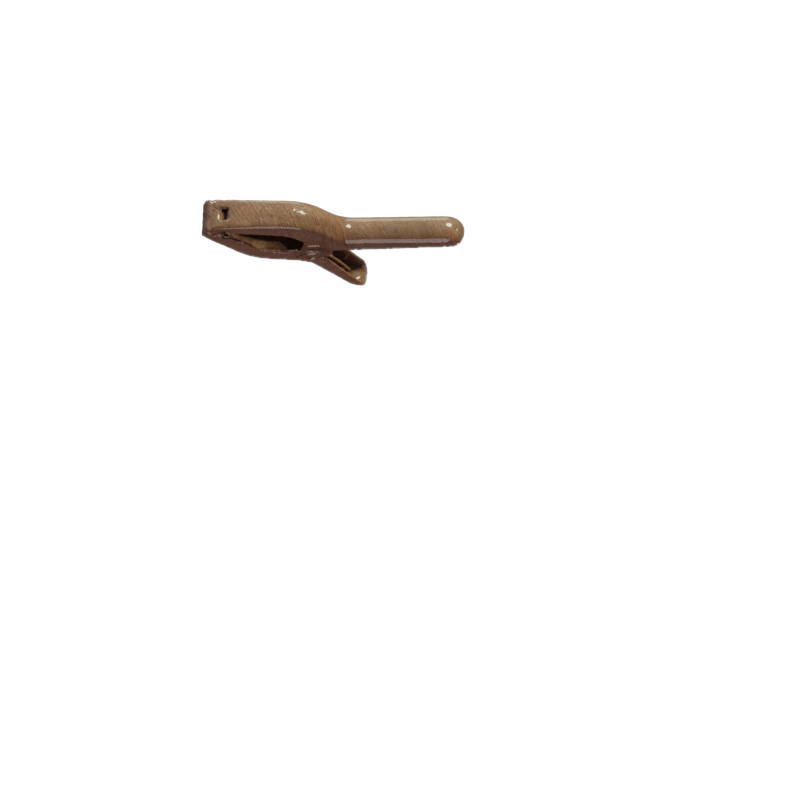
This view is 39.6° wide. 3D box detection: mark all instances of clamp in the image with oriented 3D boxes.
[{"bbox_3d":[-0.074,-0.135,0.949,0.203,0.038,0.164,5,-12,-24],"label":"clamp"}]
